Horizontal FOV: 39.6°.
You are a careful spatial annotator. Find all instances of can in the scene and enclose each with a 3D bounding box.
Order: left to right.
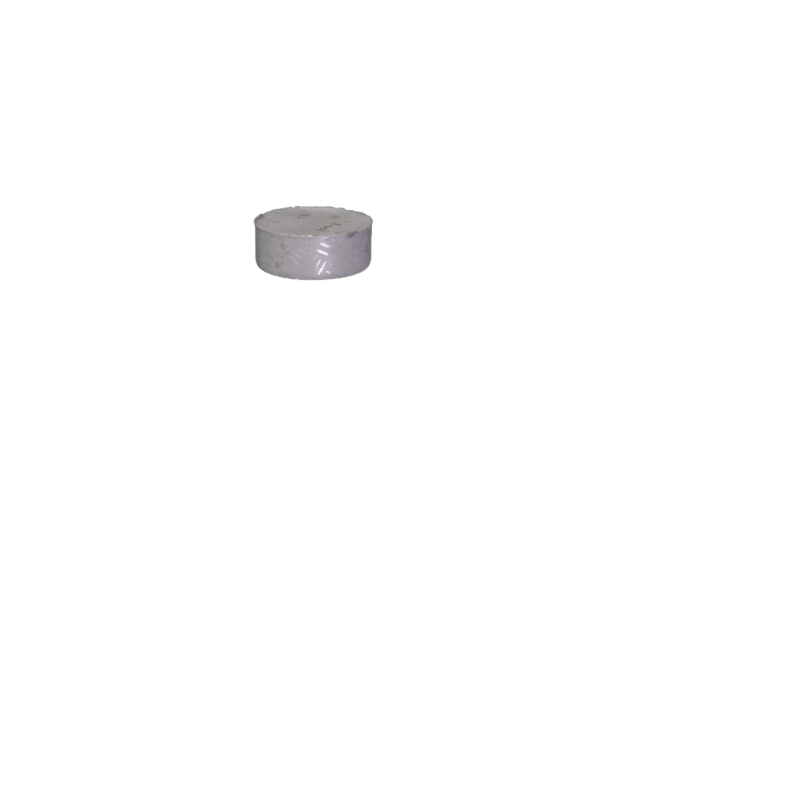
[{"bbox_3d":[-0.063,-0.114,0.801,0.086,0.032,0.090,-1,22,-2],"label":"can"}]
